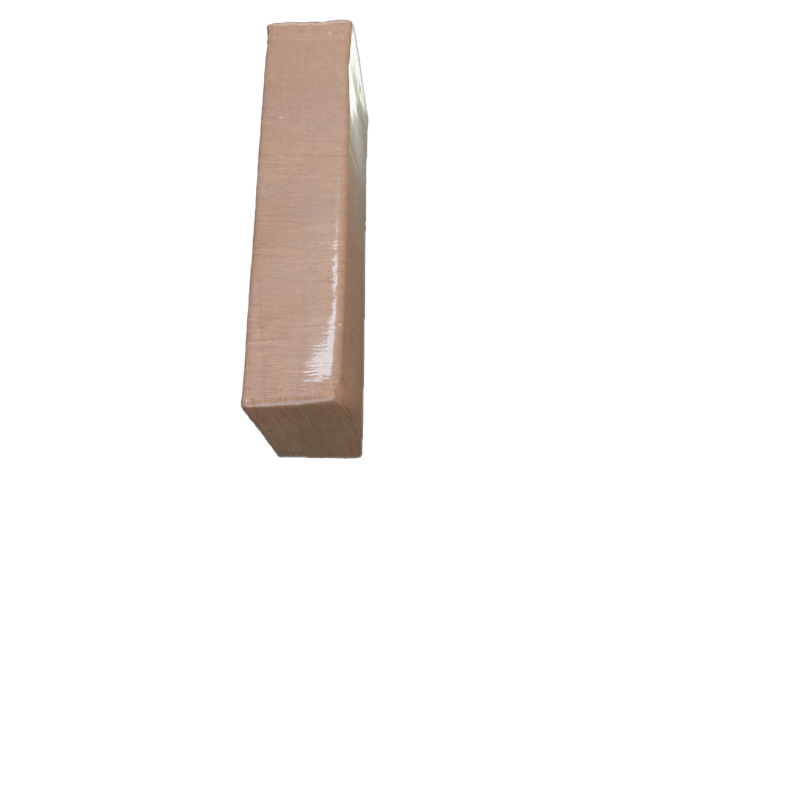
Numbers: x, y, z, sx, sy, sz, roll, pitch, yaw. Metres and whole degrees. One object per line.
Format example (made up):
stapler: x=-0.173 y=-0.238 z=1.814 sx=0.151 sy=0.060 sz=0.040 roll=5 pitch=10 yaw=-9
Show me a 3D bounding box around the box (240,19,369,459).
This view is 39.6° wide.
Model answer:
box: x=-0.039 y=-0.071 z=0.497 sx=0.048 sy=0.186 sz=0.088 roll=-3 pitch=-22 yaw=3
